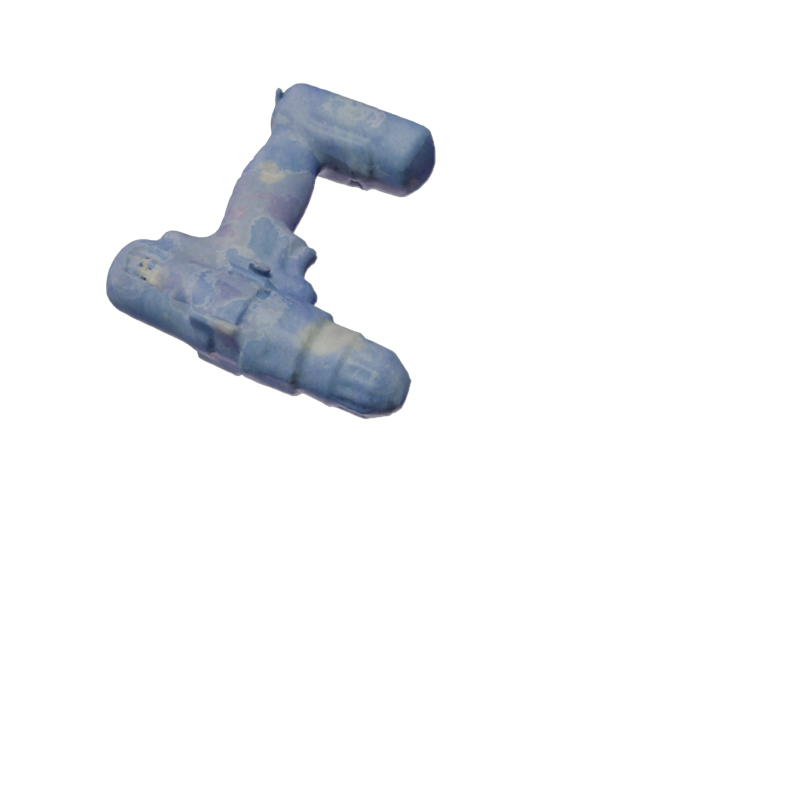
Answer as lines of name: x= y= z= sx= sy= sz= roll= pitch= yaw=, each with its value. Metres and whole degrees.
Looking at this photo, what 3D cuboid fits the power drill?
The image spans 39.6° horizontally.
power drill: x=-0.051 y=-0.092 z=0.646 sx=0.191 sy=0.194 sz=0.054 roll=23 pitch=-32 yaw=15
